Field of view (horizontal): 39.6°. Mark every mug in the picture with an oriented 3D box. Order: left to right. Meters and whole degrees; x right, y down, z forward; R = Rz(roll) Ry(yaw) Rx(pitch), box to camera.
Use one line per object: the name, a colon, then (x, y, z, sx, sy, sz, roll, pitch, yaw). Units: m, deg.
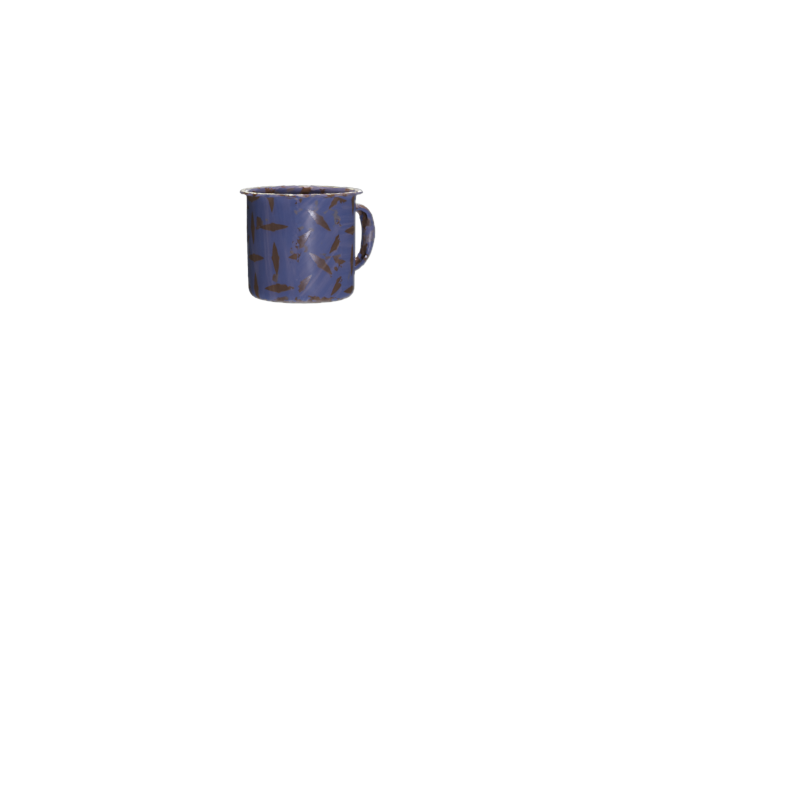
mug: (-0.066, -0.121, 0.849, 0.114, 0.080, 0.098, -11, 16, -42)
